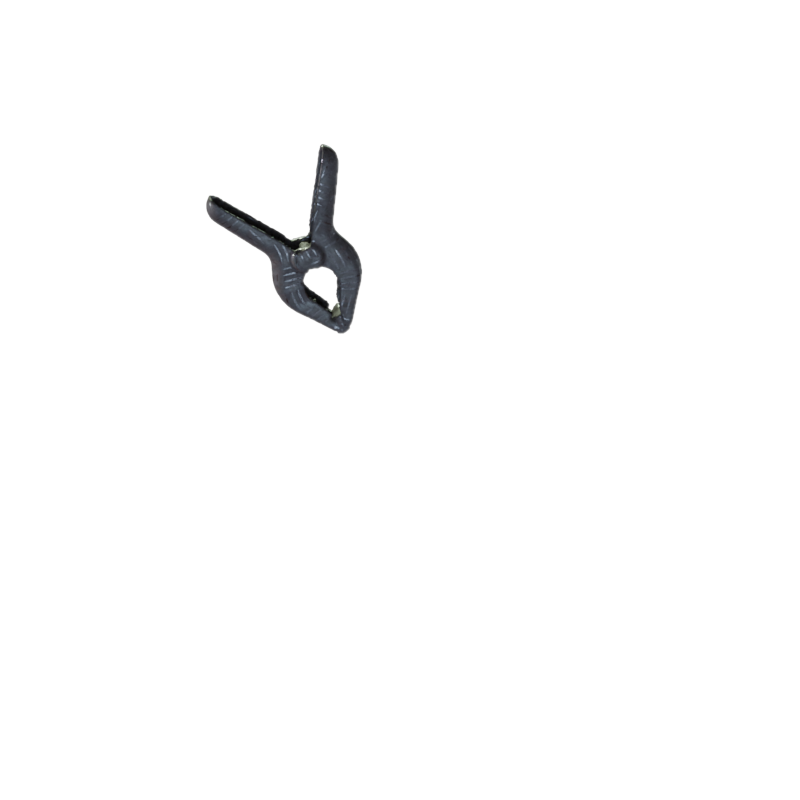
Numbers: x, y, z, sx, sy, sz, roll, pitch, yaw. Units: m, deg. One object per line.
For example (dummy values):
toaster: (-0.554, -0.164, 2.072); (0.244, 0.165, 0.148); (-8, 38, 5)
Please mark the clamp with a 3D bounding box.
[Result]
clamp: (-0.076, -0.138, 0.970); (0.120, 0.161, 0.042); (-29, 26, 15)
